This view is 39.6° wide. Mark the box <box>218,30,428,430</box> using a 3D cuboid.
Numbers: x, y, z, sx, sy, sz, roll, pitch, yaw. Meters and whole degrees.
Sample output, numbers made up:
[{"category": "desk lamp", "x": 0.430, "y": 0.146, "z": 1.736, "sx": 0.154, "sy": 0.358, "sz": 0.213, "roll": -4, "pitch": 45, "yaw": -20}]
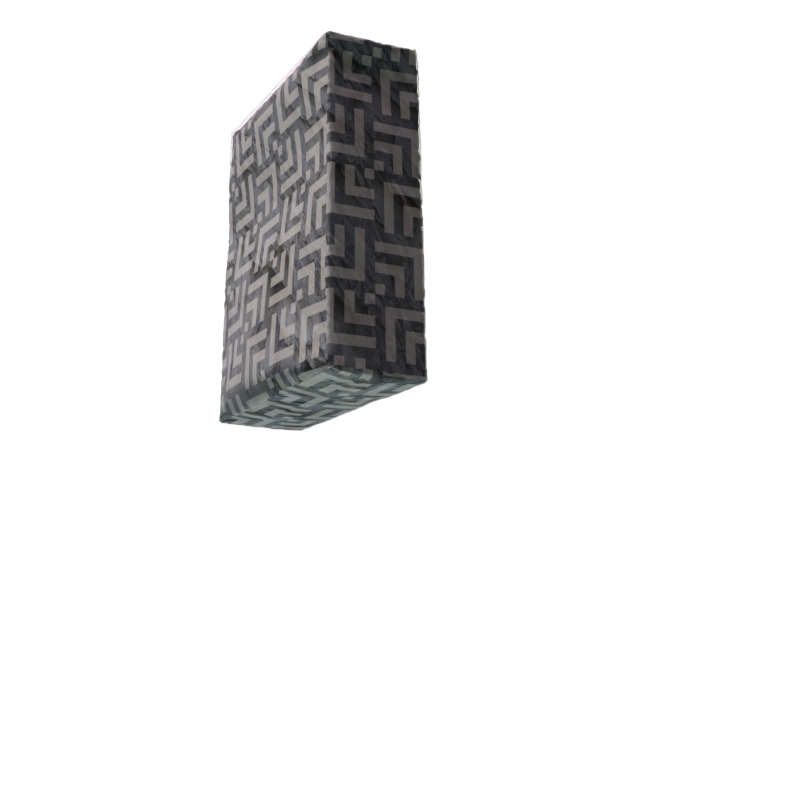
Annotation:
[{"category": "box", "x": -0.055, "y": -0.101, "z": 0.706, "sx": 0.069, "sy": 0.223, "sz": 0.164, "roll": 9, "pitch": -19, "yaw": -28}]
